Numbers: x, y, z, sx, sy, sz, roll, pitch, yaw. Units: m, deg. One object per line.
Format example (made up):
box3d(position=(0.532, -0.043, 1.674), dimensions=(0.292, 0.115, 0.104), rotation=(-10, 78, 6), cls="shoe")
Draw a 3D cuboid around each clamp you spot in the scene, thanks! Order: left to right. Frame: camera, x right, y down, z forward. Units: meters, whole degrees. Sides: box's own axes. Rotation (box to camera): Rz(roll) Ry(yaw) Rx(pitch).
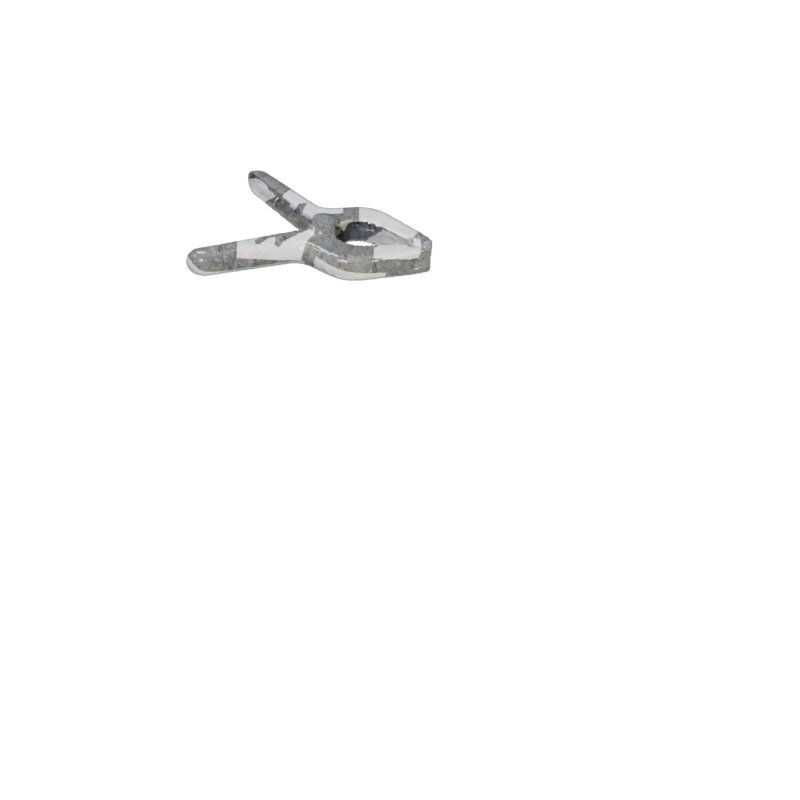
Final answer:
box3d(position=(-0.078, -0.143, 1.000), dimensions=(0.217, 0.034, 0.170), rotation=(16, 42, 18), cls="clamp")
